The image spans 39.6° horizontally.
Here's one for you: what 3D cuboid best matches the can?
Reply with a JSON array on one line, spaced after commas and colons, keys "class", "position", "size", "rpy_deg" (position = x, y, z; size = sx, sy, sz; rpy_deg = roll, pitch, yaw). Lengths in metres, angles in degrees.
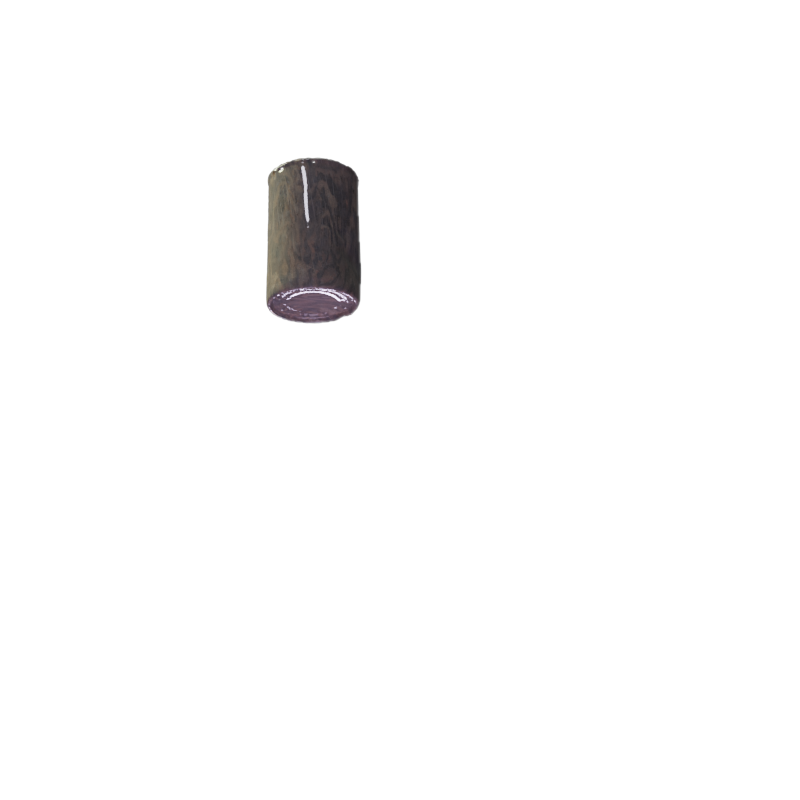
[{"class": "can", "position": [-0.063, -0.115, 0.803], "size": [0.068, 0.108, 0.065], "rpy_deg": [0, -23, -2]}]
